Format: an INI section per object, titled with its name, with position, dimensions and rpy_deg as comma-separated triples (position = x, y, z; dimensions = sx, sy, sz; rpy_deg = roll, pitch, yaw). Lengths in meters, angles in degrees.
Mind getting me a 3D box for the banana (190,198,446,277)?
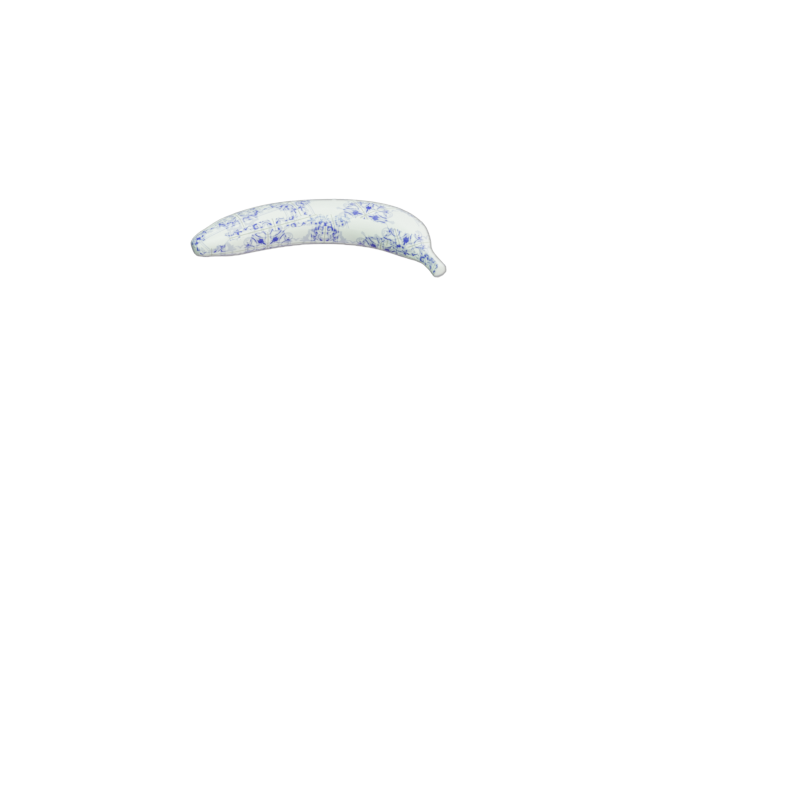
[banana]
position = -0.062, -0.133, 0.871
dimensions = 0.199, 0.034, 0.073
rpy_deg = 4, 33, 5
